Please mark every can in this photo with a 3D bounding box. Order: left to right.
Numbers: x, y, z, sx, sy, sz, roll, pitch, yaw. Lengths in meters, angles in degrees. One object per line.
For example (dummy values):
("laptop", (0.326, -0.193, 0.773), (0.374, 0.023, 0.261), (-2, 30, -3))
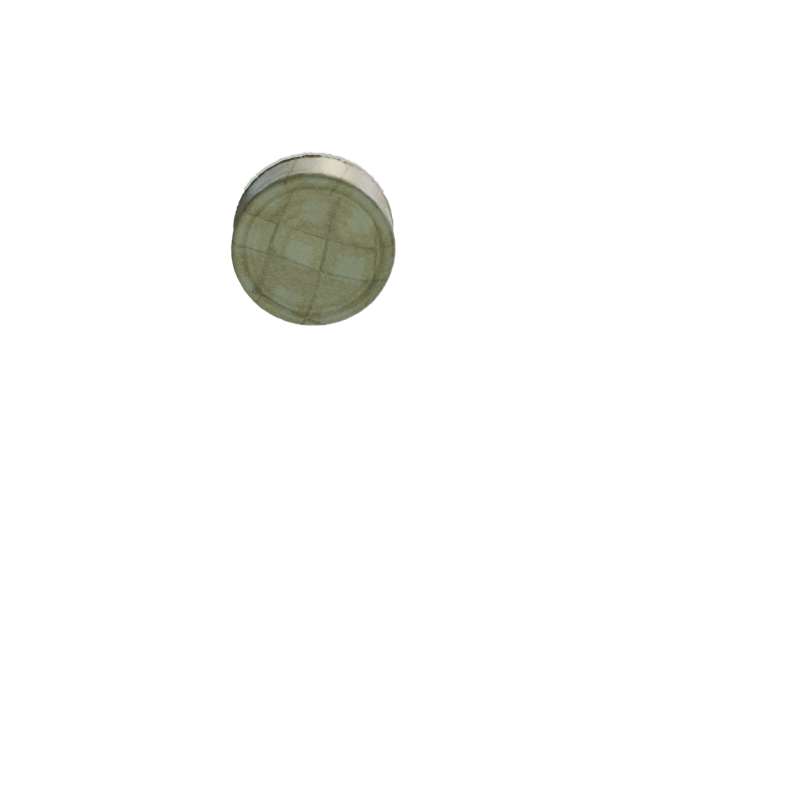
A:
("can", (-0.045, -0.083, 0.578), (0.086, 0.082, 0.035), (1, 24, -1))
